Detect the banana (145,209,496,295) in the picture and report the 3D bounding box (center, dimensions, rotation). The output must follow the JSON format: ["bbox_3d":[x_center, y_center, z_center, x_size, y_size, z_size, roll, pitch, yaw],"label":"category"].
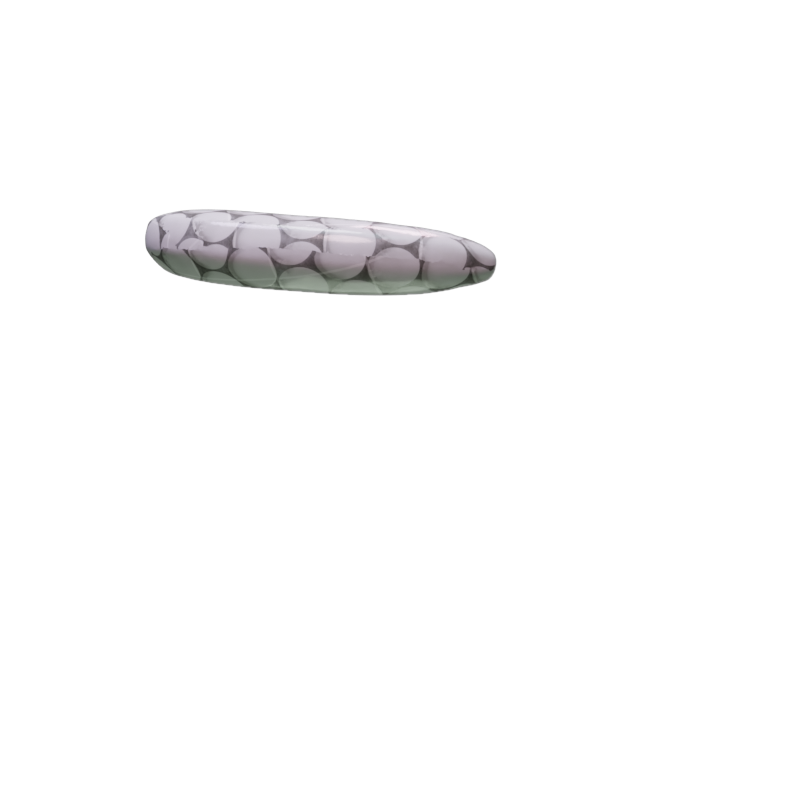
[{"bbox_3d":[-0.055,-0.076,0.554,0.205,0.036,0.069,9,19,25],"label":"banana"}]
